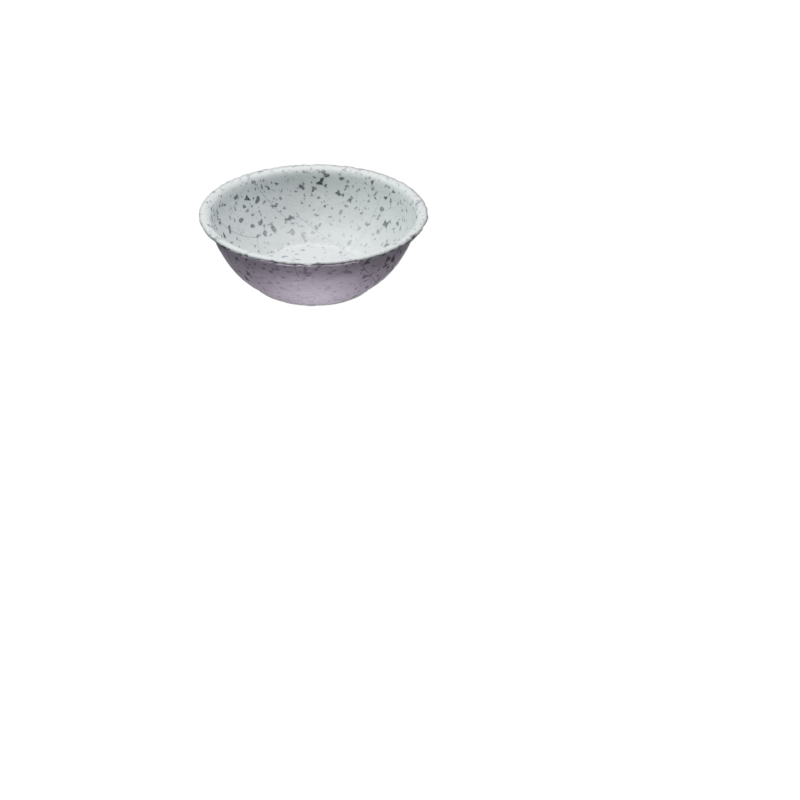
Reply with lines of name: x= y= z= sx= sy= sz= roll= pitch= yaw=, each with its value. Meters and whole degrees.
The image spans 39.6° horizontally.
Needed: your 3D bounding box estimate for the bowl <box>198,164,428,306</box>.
bowl: x=-0.062 y=-0.113 z=0.795 sx=0.162 sy=0.052 sz=0.173 roll=-1 pitch=33 yaw=-2
